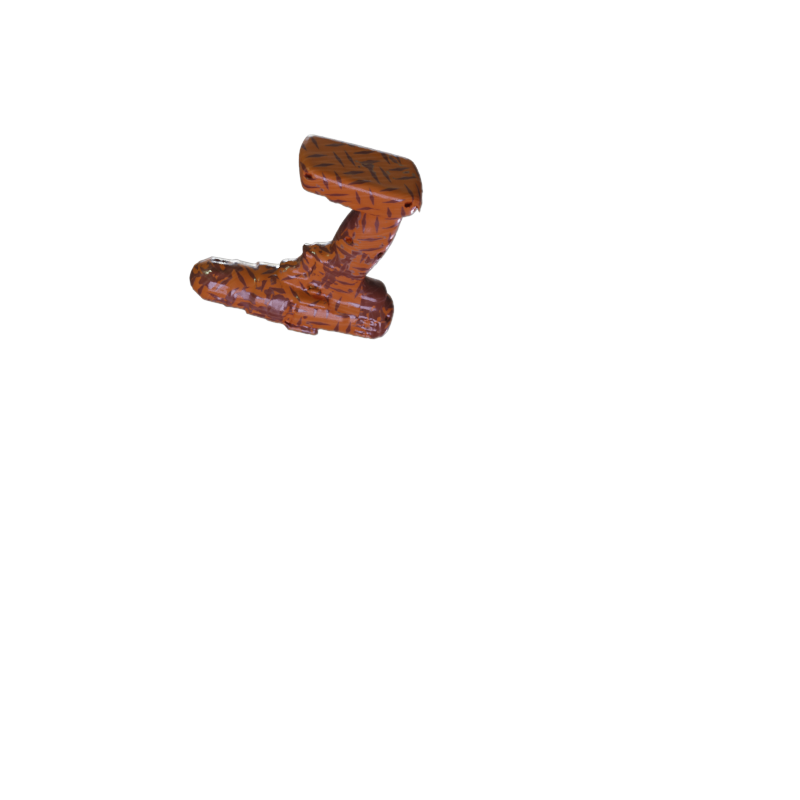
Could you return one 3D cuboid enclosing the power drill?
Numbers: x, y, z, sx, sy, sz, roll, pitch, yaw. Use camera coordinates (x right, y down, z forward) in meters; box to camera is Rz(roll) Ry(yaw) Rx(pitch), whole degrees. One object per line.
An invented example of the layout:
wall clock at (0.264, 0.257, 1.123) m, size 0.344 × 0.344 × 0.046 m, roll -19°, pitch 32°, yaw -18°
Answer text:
power drill at (-0.074, -0.134, 0.941) m, size 0.180 × 0.062 × 0.179 m, roll 12°, pitch -43°, yaw -13°
